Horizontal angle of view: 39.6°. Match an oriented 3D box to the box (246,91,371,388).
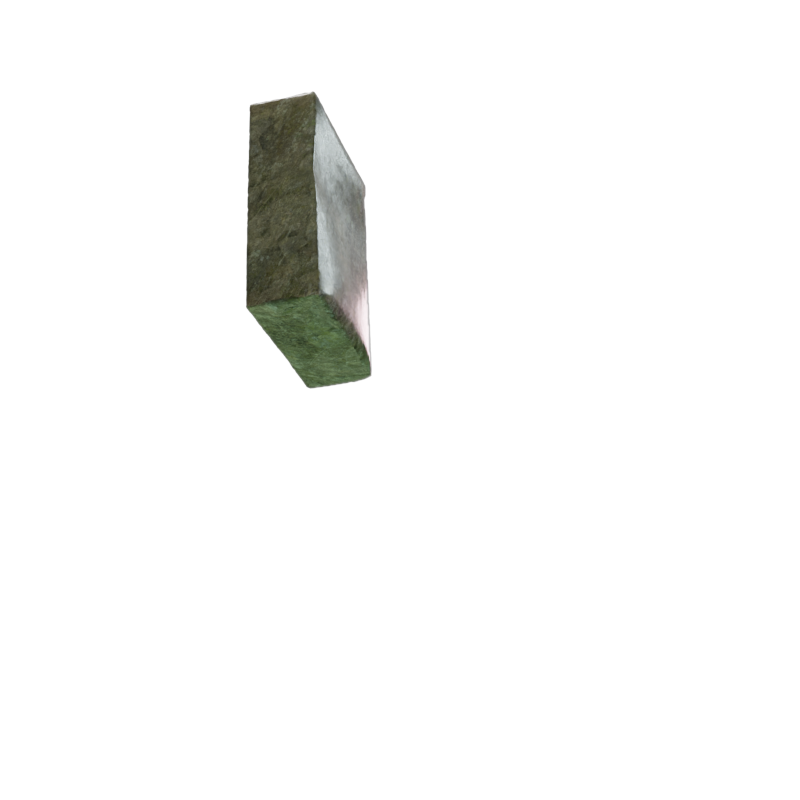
[{"bbox_3d":[-0.078,-0.142,0.996,0.073,0.228,0.152,-10,-30,13],"label":"box"}]
